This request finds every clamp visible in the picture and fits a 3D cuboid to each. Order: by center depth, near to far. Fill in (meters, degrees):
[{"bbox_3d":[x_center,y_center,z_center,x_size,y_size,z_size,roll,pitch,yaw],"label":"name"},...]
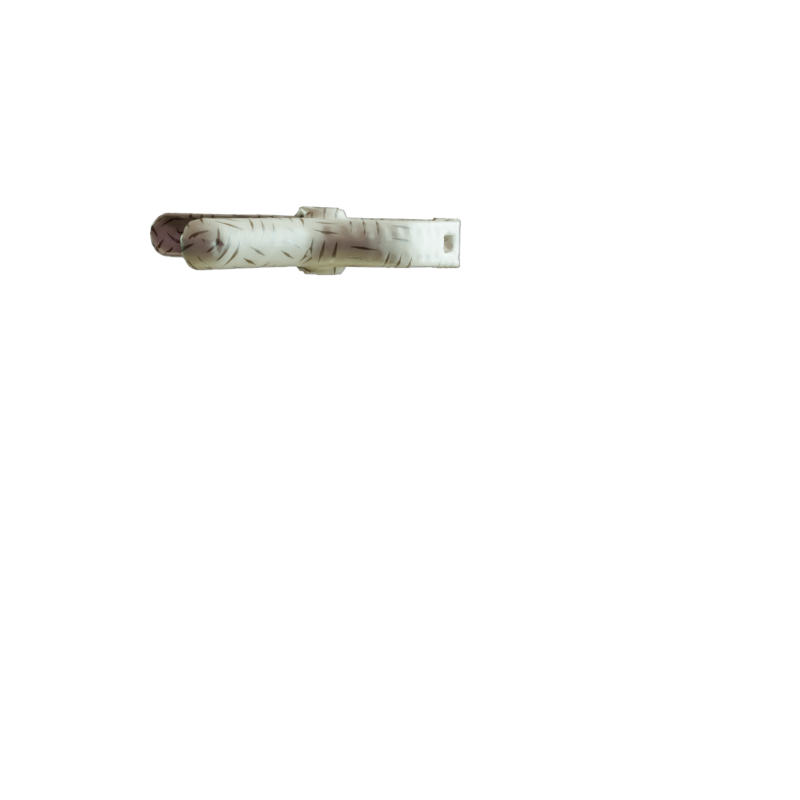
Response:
[{"bbox_3d":[-0.046,-0.083,0.582,0.170,0.038,0.125,-2,16,-9],"label":"clamp"}]
